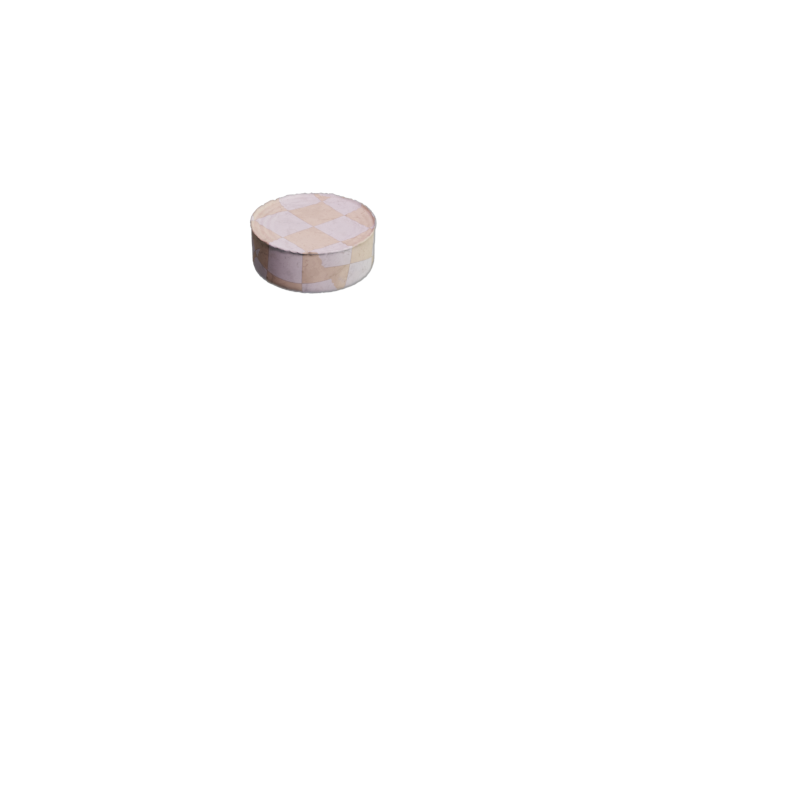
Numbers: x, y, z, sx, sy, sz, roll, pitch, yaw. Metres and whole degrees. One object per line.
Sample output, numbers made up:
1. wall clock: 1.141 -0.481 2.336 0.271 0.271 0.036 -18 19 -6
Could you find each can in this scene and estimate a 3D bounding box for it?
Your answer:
1. can: -0.059 -0.108 0.759 0.086 0.031 0.092 -1 35 -2
